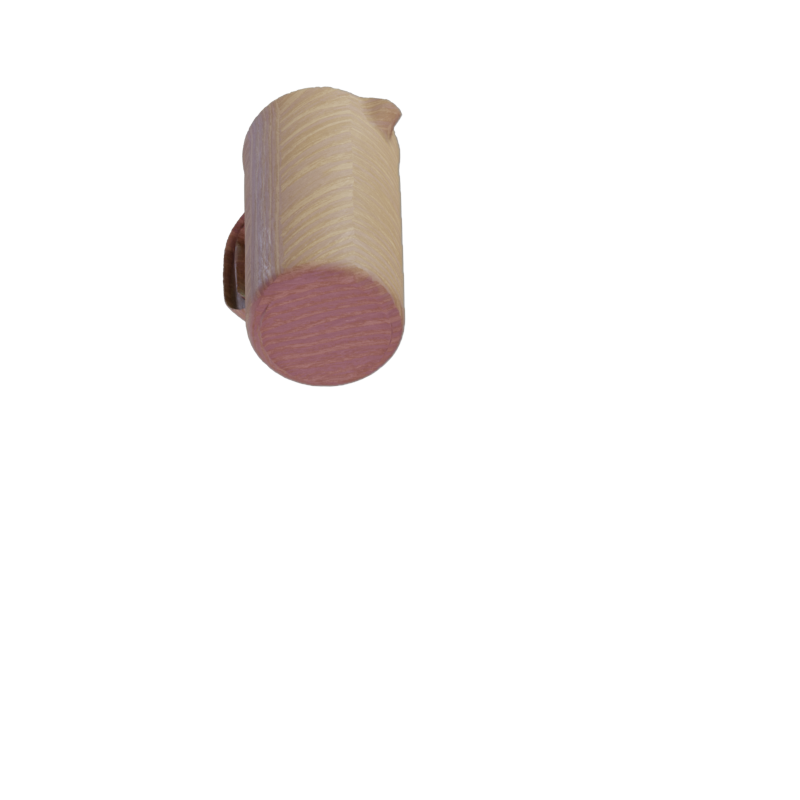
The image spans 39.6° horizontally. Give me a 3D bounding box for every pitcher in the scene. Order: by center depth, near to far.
[{"bbox_3d":[-0.066,-0.120,0.841,0.144,0.140,0.260,1,38,-4],"label":"pitcher"}]
